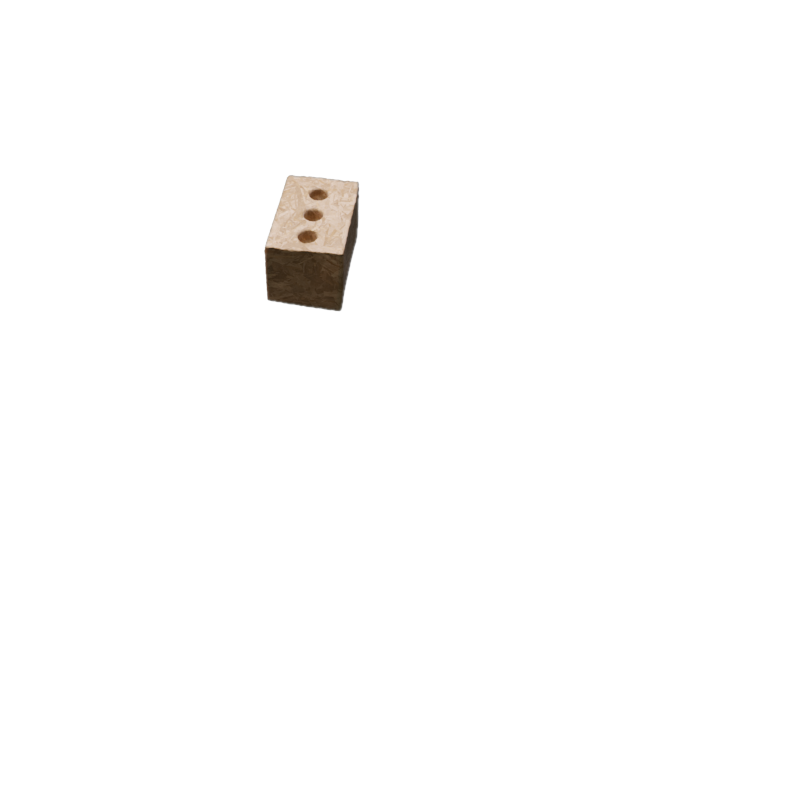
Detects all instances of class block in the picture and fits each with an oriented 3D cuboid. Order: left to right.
[{"bbox_3d":[-0.059,-0.108,0.757,0.053,0.083,0.048,6,-44,4],"label":"block"}]
